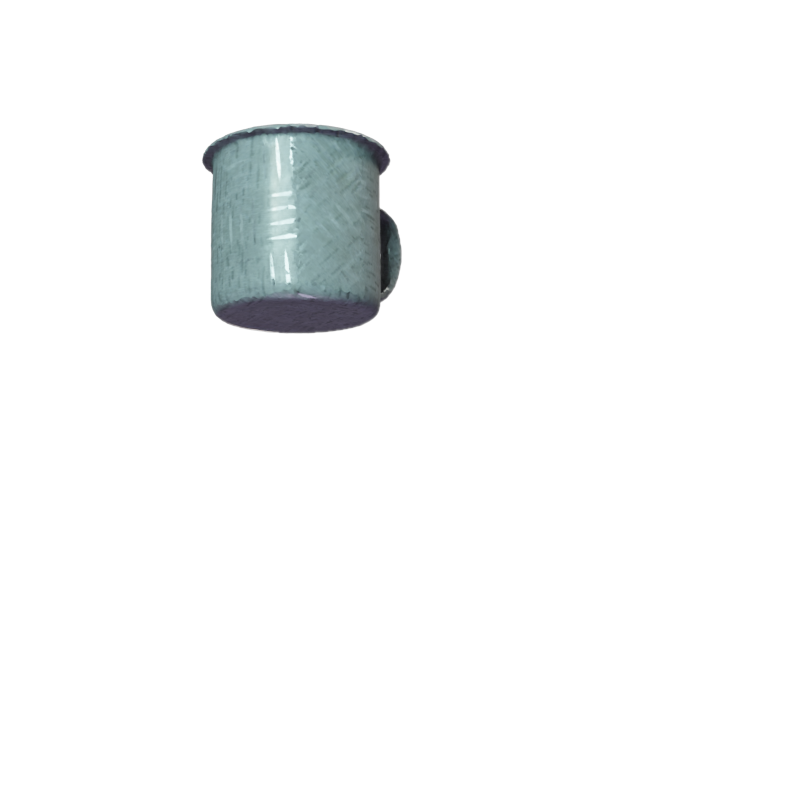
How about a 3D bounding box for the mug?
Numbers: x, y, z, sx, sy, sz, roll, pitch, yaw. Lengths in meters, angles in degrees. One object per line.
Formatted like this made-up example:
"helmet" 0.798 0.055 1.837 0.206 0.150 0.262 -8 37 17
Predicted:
"mug" -0.043 -0.078 0.548 0.095 0.084 0.111 -12 -16 41
